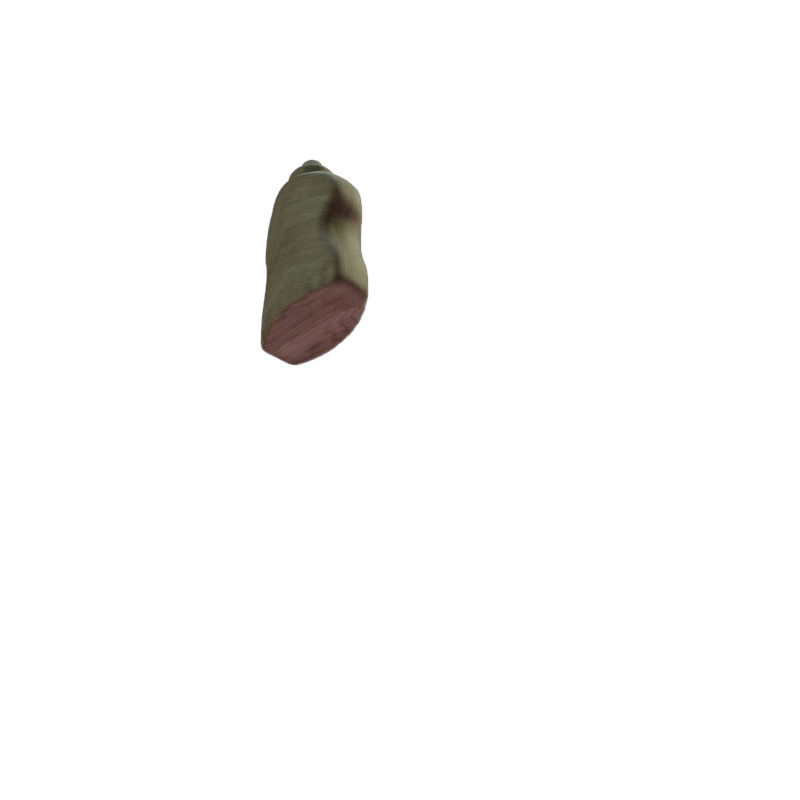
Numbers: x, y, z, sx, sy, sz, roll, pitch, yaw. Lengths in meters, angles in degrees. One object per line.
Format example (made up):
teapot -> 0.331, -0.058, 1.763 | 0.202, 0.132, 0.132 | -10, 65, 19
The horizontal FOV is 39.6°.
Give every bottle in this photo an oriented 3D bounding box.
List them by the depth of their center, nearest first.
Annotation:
bottle -> -0.069, -0.126, 0.880 | 0.055, 0.206, 0.094 | 27, -52, -28
